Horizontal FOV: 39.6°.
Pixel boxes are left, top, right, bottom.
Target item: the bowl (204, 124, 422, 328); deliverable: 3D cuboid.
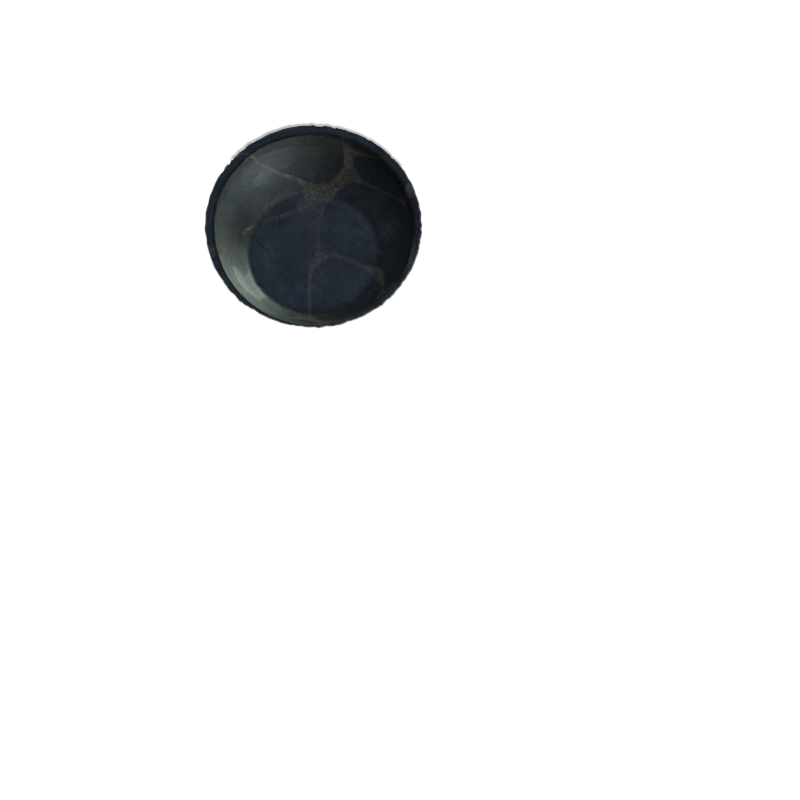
[{"bbox_3d":[-0.063,-0.114,0.802,0.162,0.154,0.058,1,23,-1],"label":"bowl"}]
